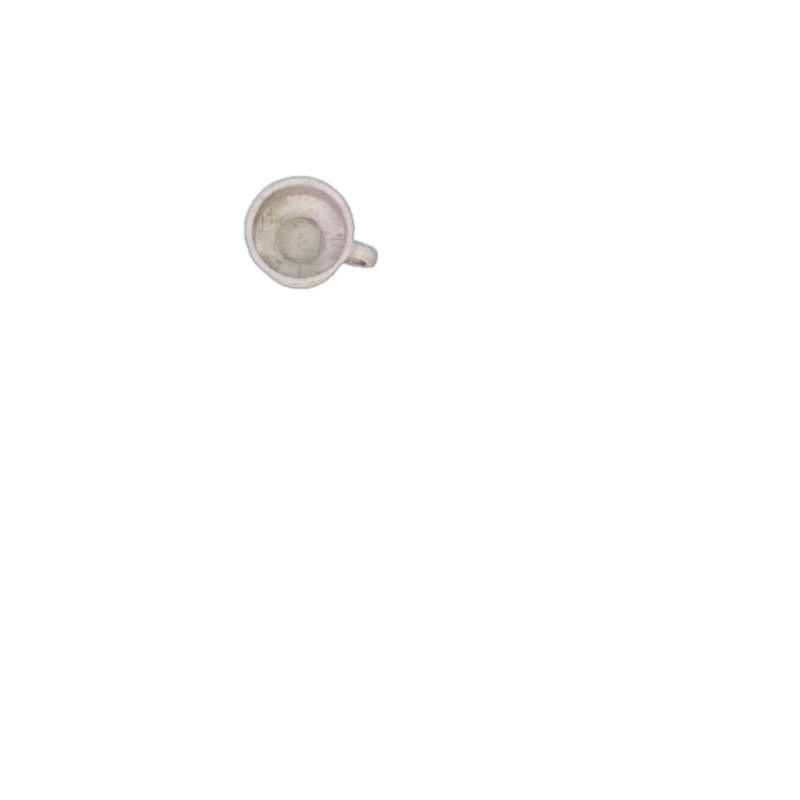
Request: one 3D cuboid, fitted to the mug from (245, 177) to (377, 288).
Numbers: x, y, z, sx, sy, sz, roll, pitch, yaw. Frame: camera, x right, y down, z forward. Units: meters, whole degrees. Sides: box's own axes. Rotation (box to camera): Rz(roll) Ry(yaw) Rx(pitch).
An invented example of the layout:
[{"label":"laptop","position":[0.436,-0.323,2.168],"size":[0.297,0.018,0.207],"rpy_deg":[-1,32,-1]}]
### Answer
[{"label":"mug","position":[-0.077,-0.140,0.981],"size":[0.117,0.095,0.080],"rpy_deg":[14,-7,0]}]
